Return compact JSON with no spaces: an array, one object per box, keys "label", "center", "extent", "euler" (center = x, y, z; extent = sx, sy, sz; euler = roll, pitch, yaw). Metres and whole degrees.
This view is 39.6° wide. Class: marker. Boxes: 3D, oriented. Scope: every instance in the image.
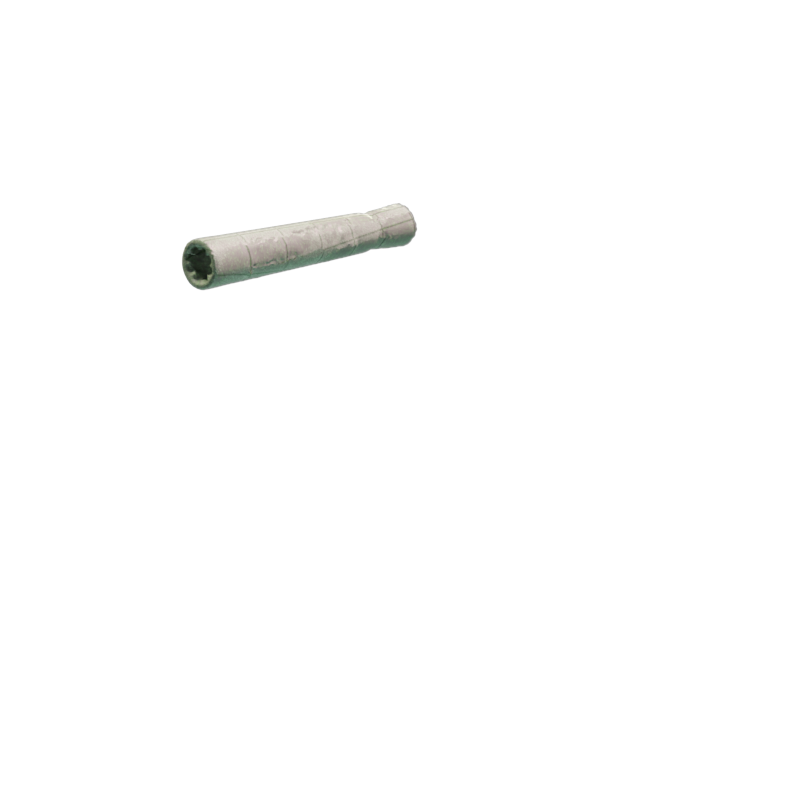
[{"label":"marker","center":[-0.034,-0.063,0.438],"extent":[0.021,0.019,0.119],"euler":[3,16,40]}]
